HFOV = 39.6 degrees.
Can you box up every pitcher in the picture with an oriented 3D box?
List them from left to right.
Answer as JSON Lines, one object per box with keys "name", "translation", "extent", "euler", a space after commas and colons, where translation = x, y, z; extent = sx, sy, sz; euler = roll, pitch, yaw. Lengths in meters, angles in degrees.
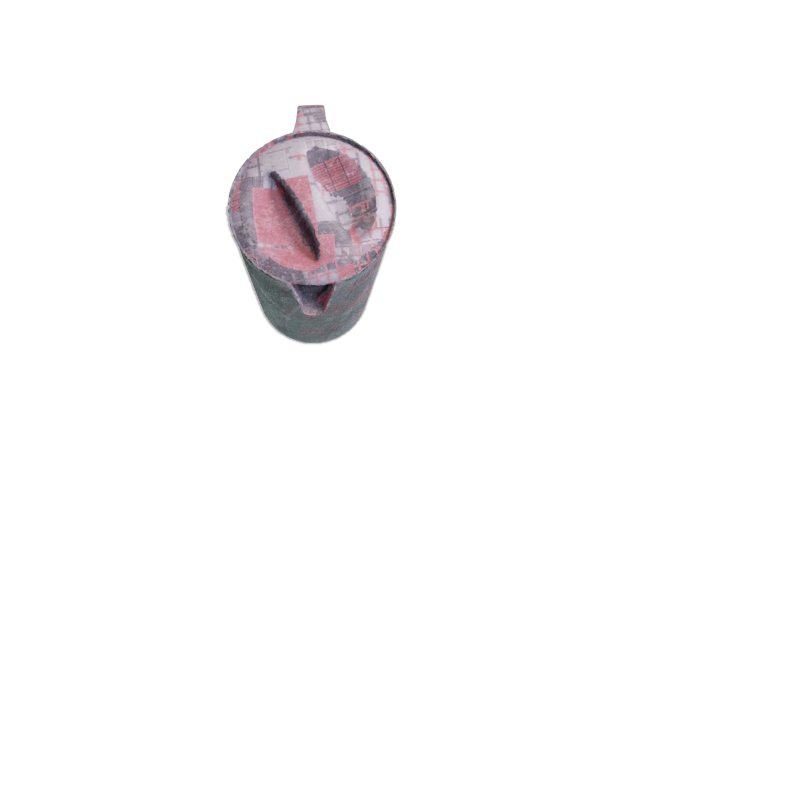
{"name": "pitcher", "translation": [-0.077, -0.140, 0.984], "extent": [0.149, 0.151, 0.234], "euler": [42, -12, 7]}
